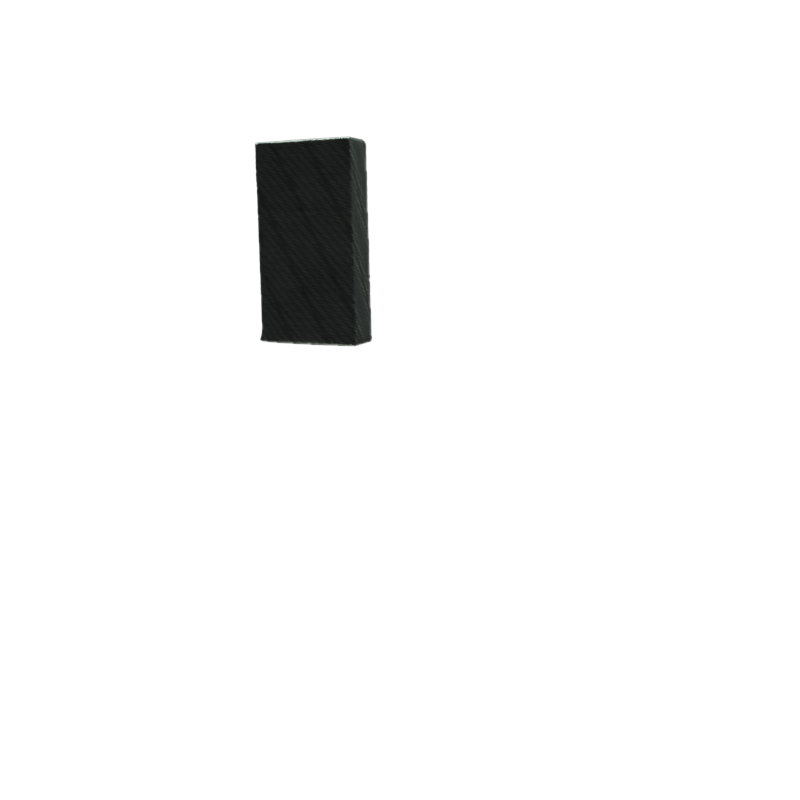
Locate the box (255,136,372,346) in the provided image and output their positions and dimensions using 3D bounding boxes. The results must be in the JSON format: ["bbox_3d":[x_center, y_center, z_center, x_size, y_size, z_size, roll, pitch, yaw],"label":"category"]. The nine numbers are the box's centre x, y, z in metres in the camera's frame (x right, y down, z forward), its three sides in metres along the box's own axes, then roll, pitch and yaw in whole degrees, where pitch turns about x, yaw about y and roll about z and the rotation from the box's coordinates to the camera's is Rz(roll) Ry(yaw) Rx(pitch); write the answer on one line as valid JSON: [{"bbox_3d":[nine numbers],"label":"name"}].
[{"bbox_3d":[-0.075,-0.137,0.959,0.096,0.176,0.047,0,0,24],"label":"box"}]
